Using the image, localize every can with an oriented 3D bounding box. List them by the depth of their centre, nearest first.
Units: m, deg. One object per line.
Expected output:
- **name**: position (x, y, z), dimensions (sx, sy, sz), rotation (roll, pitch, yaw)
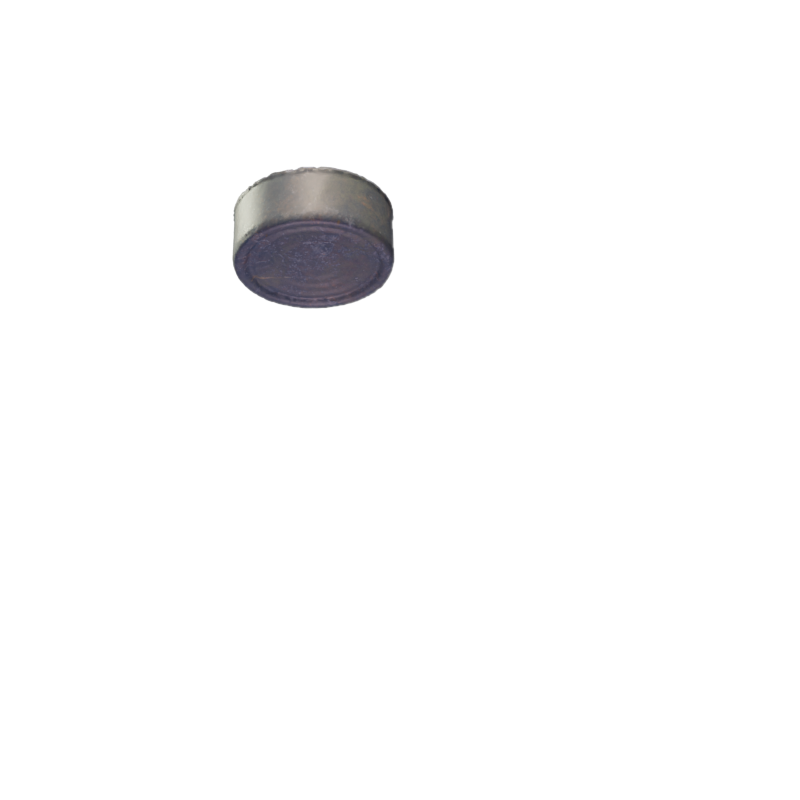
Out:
- **can**: position (-0.046, -0.083, 0.584), dimensions (0.086, 0.036, 0.081), rotation (1, -30, -2)
